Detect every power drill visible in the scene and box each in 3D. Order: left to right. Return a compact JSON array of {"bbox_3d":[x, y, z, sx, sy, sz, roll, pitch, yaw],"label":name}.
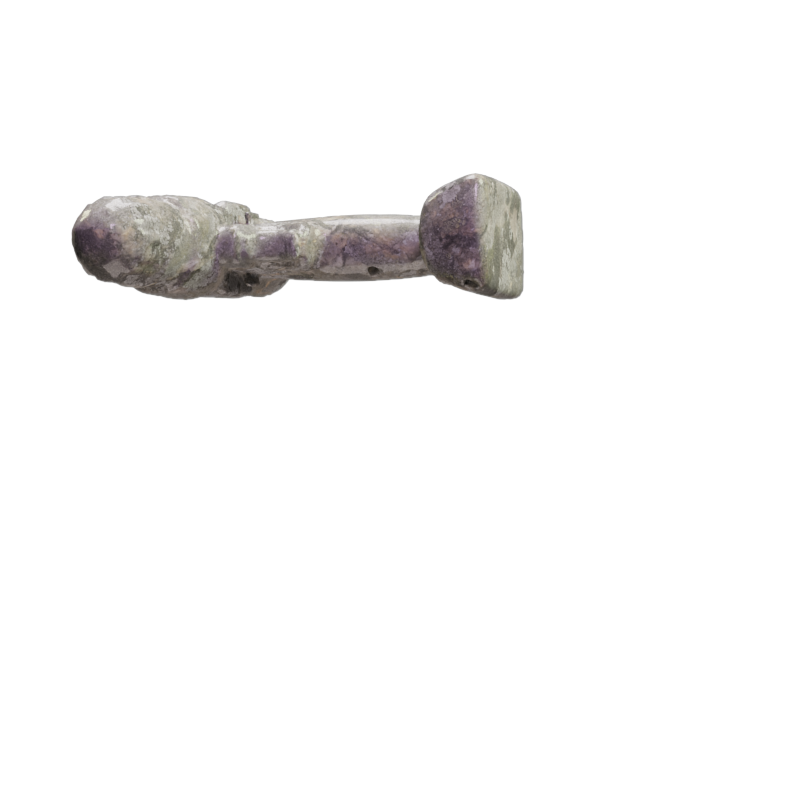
[{"bbox_3d":[-0.043,-0.078,0.543,0.193,0.057,0.180,2,5,20],"label":"power drill"}]
